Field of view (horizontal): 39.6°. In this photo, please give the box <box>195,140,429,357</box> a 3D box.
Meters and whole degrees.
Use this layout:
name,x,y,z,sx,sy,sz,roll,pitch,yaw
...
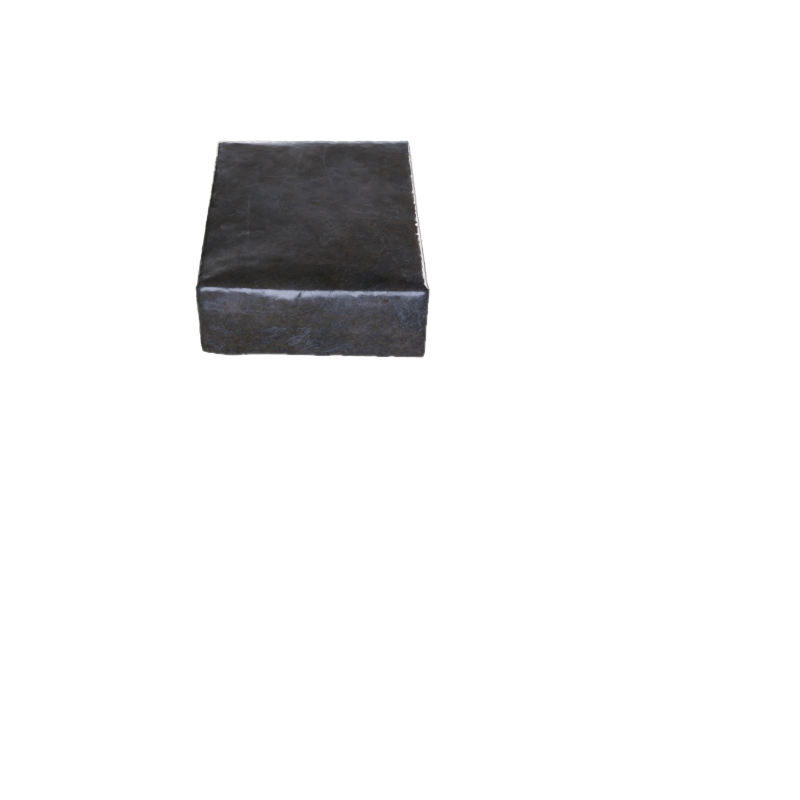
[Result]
name,x,y,z,sx,sy,sz,roll,pitch,yaw
box,-0.068,-0.124,0.866,0.164,0.067,0.229,-1,38,-2
